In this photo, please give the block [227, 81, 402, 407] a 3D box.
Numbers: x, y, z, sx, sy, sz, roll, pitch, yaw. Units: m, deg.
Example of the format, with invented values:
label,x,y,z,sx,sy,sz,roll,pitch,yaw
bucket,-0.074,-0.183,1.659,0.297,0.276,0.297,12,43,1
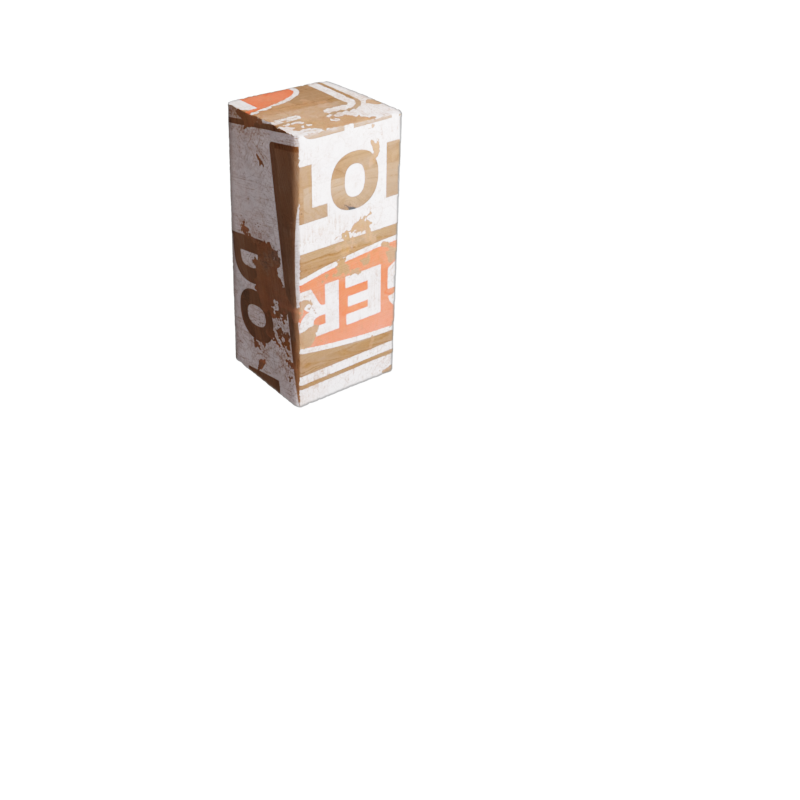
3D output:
label,x,y,z,sx,sy,sz,roll,pitch,yaw
block,-0.063,-0.115,0.804,0.089,0.195,0.097,-19,35,-34
